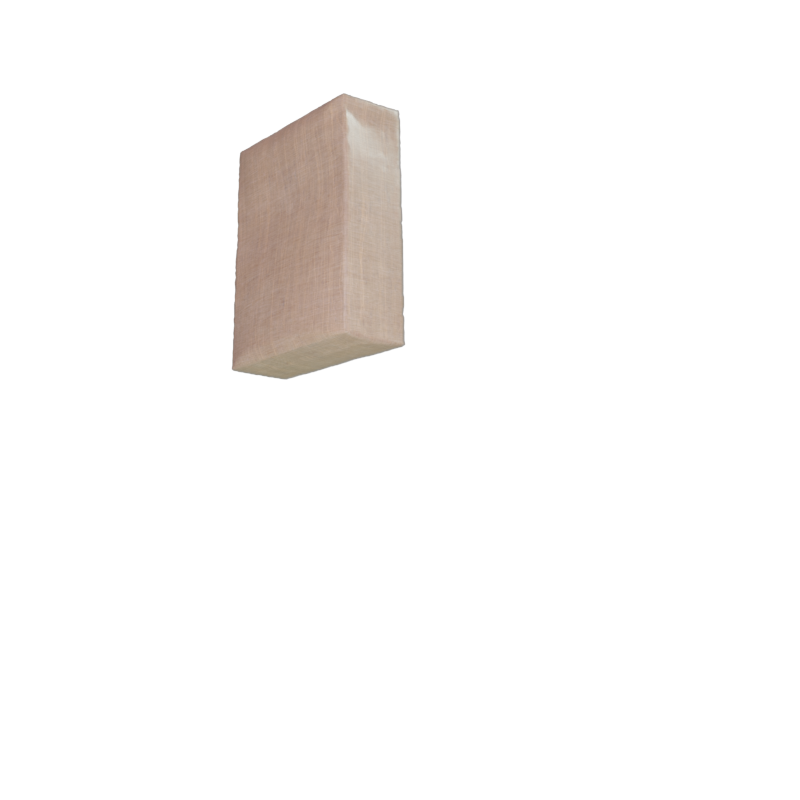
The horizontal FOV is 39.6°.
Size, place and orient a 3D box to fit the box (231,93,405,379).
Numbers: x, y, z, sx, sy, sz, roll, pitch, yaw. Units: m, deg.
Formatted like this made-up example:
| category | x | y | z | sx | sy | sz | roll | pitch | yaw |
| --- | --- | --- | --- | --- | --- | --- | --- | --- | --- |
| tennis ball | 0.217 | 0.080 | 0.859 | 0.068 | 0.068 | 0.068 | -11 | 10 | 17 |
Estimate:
| category | x | y | z | sx | sy | sz | roll | pitch | yaw |
| --- | --- | --- | --- | --- | --- | --- | --- | --- | --- |
| box | -0.076 | -0.138 | 0.970 | 0.068 | 0.223 | 0.166 | 13 | -21 | -39 |
